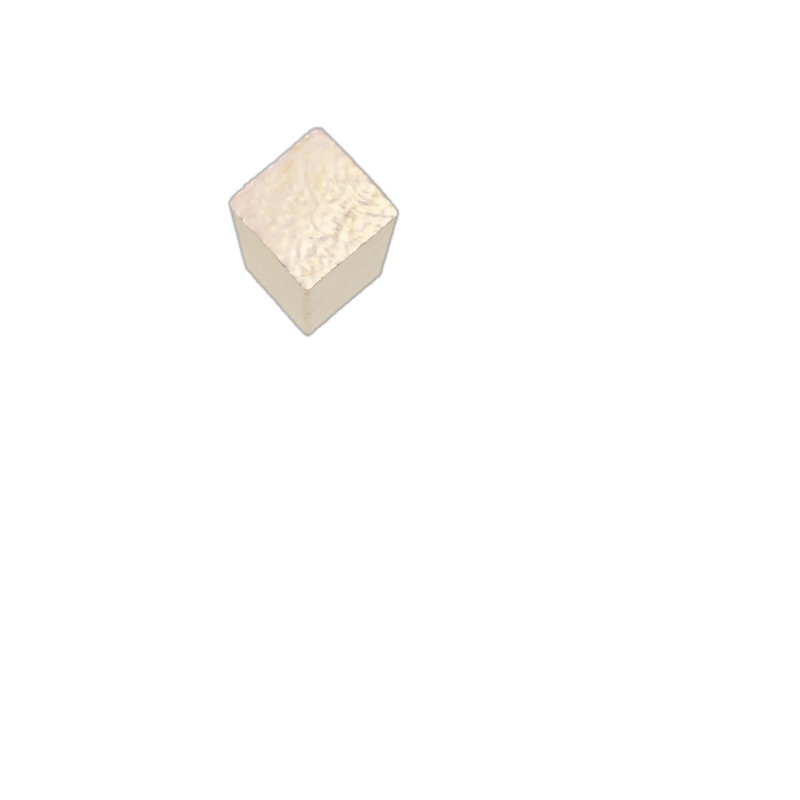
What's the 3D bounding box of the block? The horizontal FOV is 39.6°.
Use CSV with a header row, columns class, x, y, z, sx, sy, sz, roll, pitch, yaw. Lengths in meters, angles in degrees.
class,x,y,z,sx,sy,sz,roll,pitch,yaw
block,-0.070,-0.127,0.888,0.091,0.092,0.202,-41,-3,-7
